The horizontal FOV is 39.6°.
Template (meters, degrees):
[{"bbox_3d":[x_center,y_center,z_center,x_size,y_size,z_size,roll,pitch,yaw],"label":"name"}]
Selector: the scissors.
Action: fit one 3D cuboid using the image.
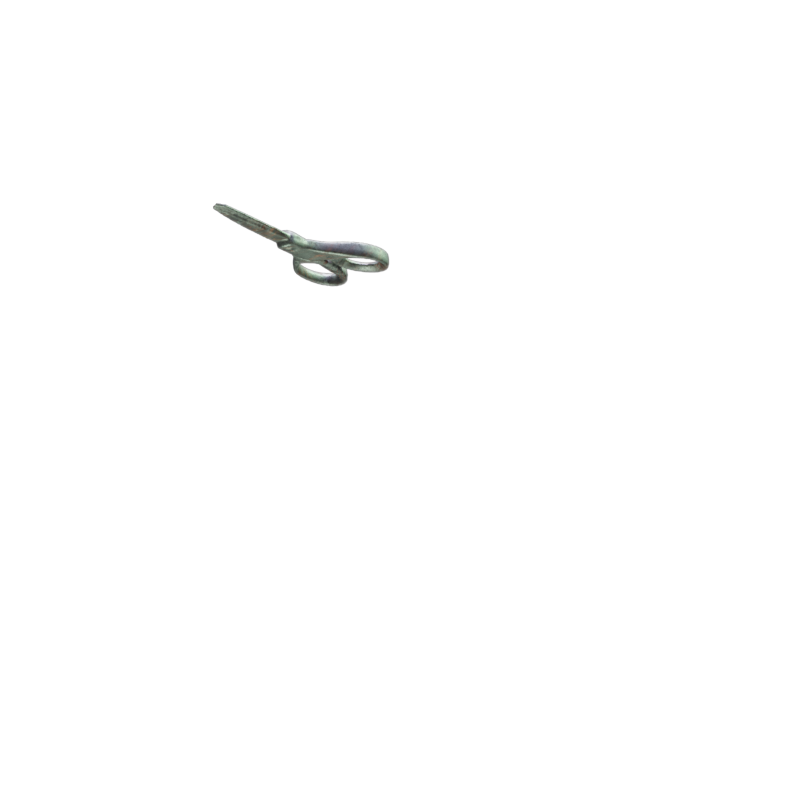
[{"bbox_3d":[-0.073,-0.134,0.937,0.098,0.016,0.190,-4,-14,16],"label":"scissors"}]
